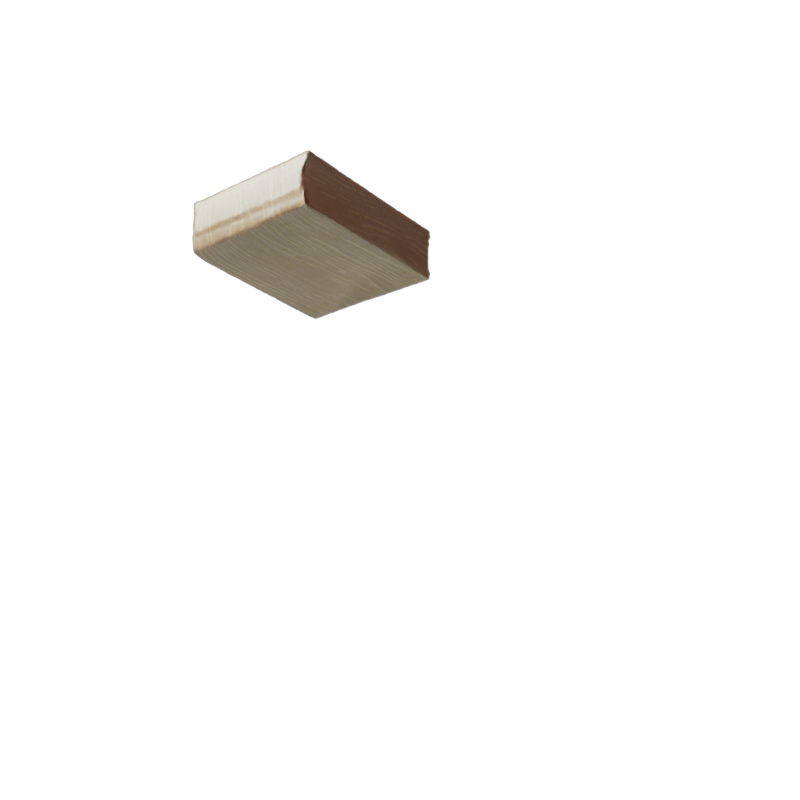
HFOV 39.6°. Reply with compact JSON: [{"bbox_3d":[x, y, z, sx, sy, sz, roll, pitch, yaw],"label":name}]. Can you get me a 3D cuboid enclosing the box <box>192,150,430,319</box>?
[{"bbox_3d":[-0.050,-0.091,0.640,0.091,0.041,0.106,-18,-28,36],"label":"box"}]
